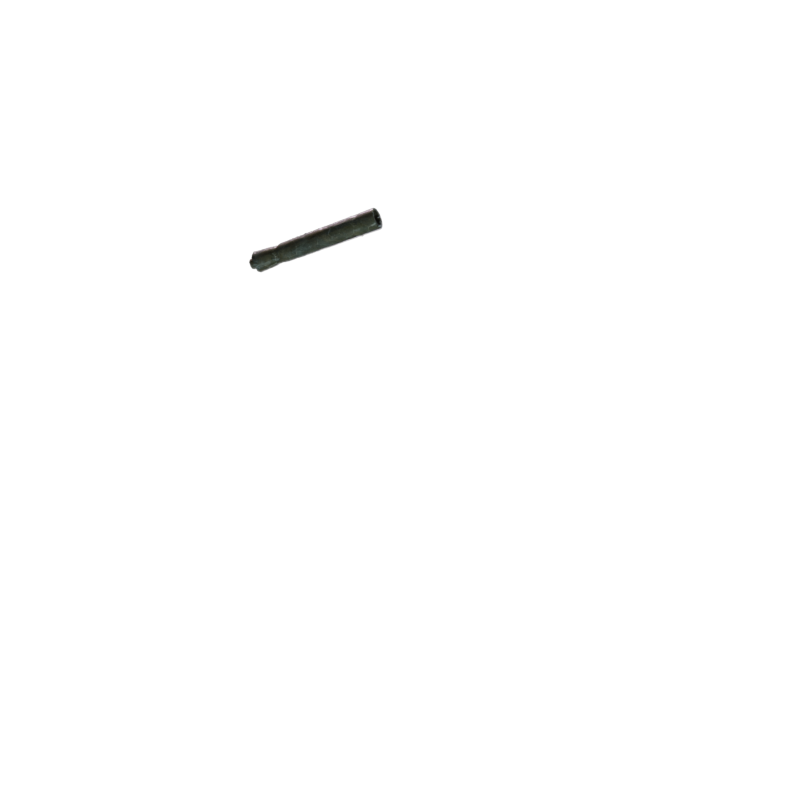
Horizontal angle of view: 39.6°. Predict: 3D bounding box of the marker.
[{"bbox_3d":[-0.073,-0.132,0.928,0.122,0.020,0.019,-17,-2,21],"label":"marker"}]
